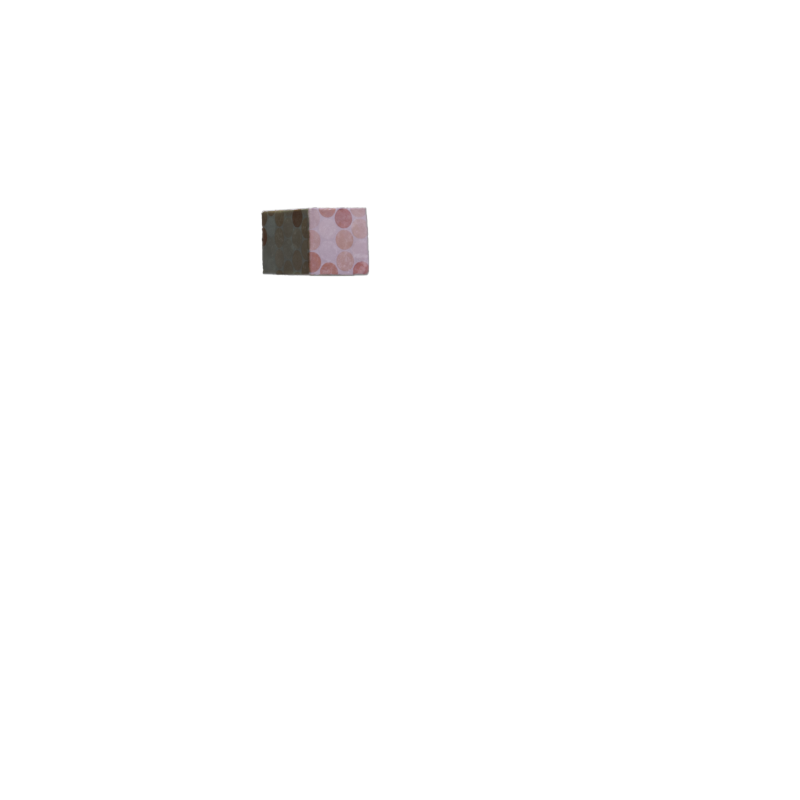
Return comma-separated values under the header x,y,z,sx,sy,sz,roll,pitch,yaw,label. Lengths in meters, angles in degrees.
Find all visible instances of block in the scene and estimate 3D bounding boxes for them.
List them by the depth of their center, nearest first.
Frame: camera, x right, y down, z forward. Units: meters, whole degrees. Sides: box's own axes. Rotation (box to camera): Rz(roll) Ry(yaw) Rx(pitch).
x,y,z,sx,sy,sz,roll,pitch,yaw,label
-0.066,-0.121,0.846,0.051,0.051,0.081,-2,6,-33,block
